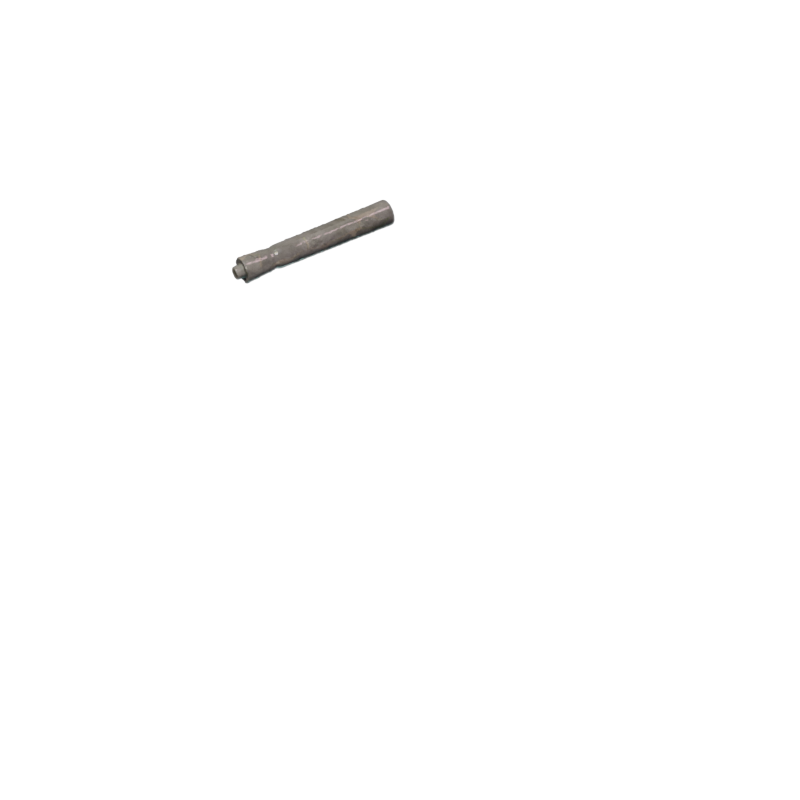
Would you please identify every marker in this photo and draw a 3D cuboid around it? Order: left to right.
[{"bbox_3d":[-0.060,-0.108,0.760,0.120,0.019,0.020,-25,13,-20],"label":"marker"}]
